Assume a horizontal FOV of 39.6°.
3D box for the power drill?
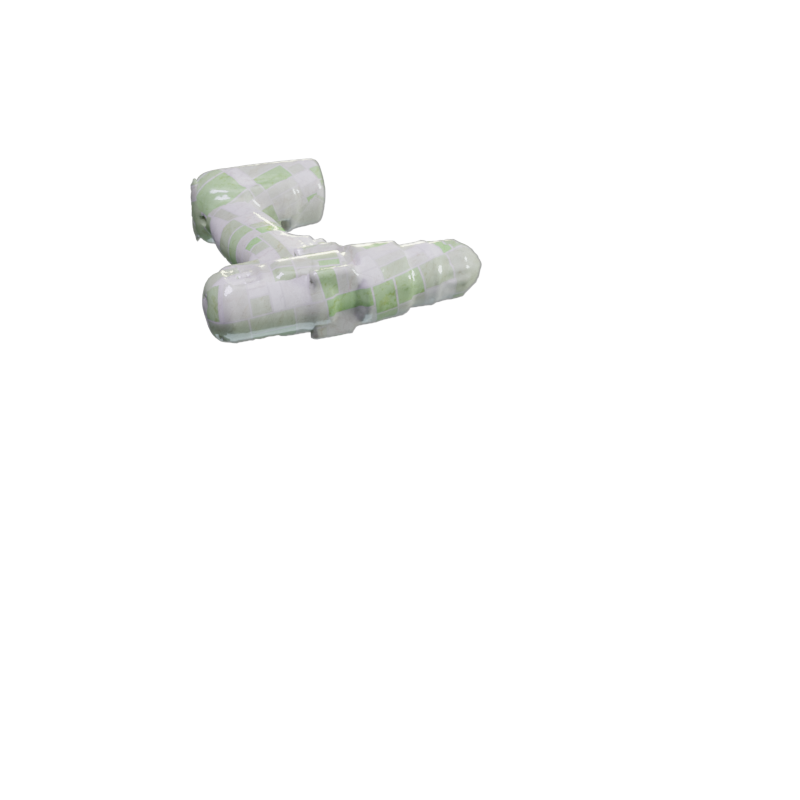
[{"bbox_3d":[-0.060,-0.110,0.768,0.181,0.054,0.202,-10,32,-17],"label":"power drill"}]
